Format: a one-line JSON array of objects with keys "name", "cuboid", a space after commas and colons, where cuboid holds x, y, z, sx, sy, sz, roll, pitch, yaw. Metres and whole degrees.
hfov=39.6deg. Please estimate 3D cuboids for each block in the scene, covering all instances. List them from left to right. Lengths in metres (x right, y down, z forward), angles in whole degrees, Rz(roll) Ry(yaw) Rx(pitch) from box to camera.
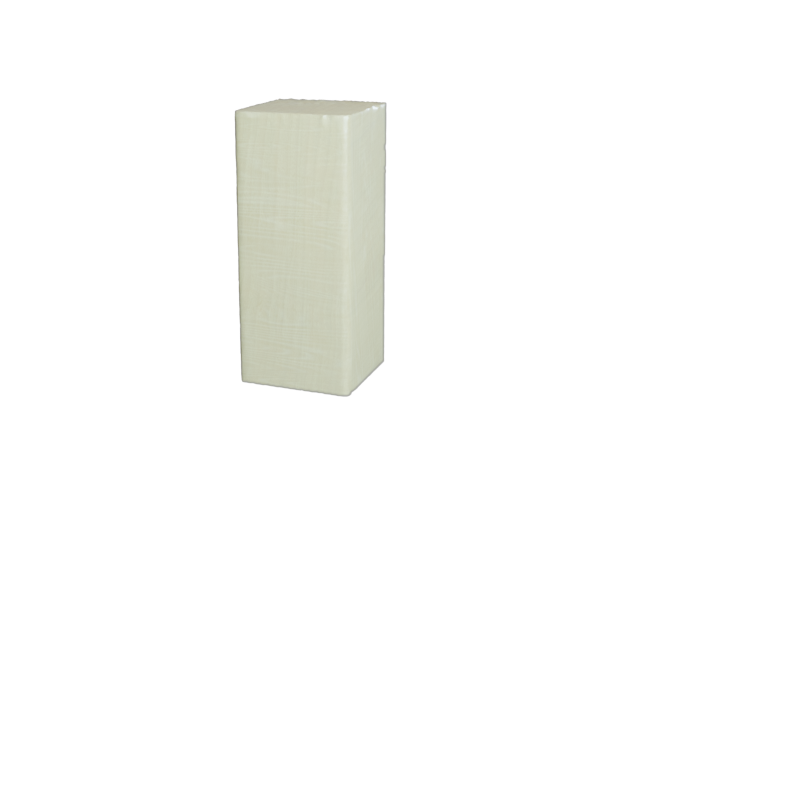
[{"name": "block", "cuboid": [-0.066, -0.120, 0.838, 0.093, 0.199, 0.091, 6, 16, 19]}]
